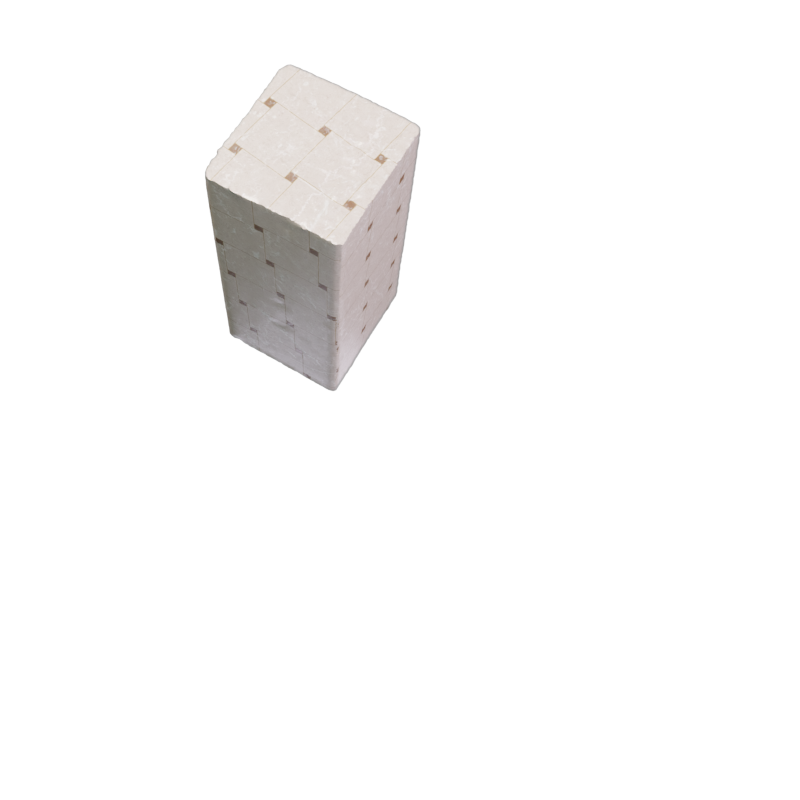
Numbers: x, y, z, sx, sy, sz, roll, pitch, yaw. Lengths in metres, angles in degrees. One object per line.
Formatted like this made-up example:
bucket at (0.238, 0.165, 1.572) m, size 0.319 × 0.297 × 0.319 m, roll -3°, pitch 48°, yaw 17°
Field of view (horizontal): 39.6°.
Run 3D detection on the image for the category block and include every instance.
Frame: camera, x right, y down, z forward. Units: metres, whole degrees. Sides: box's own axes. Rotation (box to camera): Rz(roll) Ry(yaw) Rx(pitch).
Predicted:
block at (-0.054, -0.099, 0.689) m, size 0.092 × 0.093 × 0.195 m, roll 29°, pitch -22°, yaw 8°
